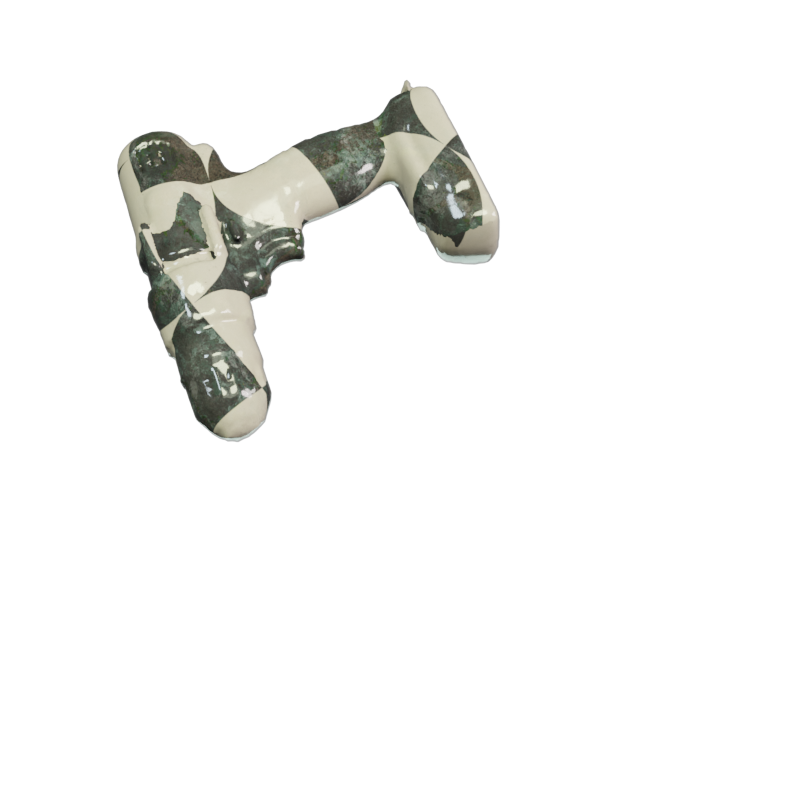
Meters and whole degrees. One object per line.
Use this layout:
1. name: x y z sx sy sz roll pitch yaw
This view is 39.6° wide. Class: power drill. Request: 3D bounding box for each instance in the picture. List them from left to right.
1. power drill: -0.047 -0.085 0.595 0.186 0.197 0.054 -18 -26 -9
